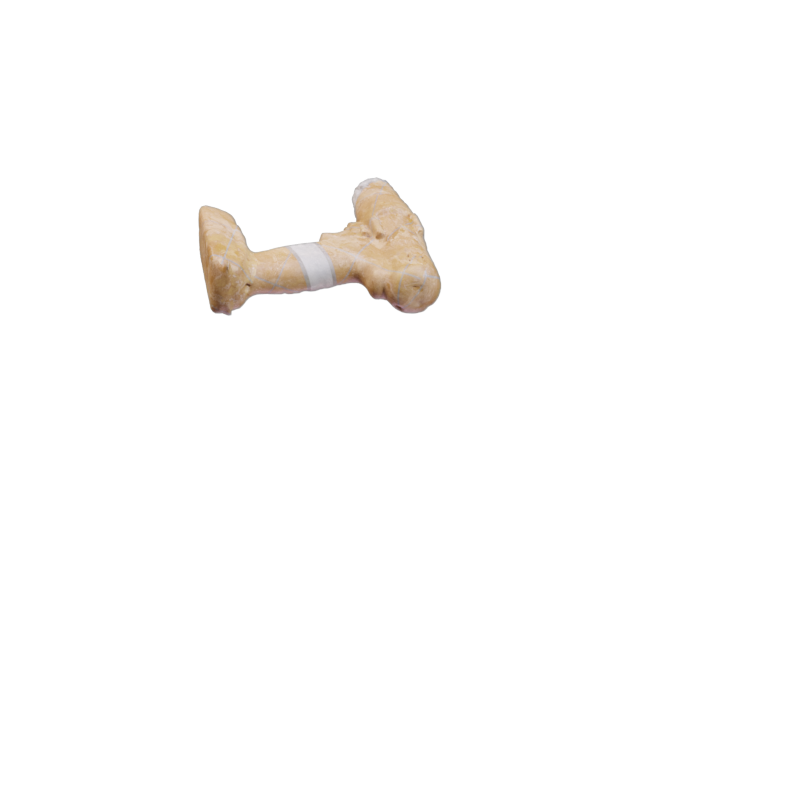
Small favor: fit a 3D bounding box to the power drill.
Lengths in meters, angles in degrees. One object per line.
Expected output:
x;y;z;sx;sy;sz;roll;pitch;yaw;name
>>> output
-0.073;-0.133;0.929;0.186;0.054;0.198;-6;34;-10;power drill
